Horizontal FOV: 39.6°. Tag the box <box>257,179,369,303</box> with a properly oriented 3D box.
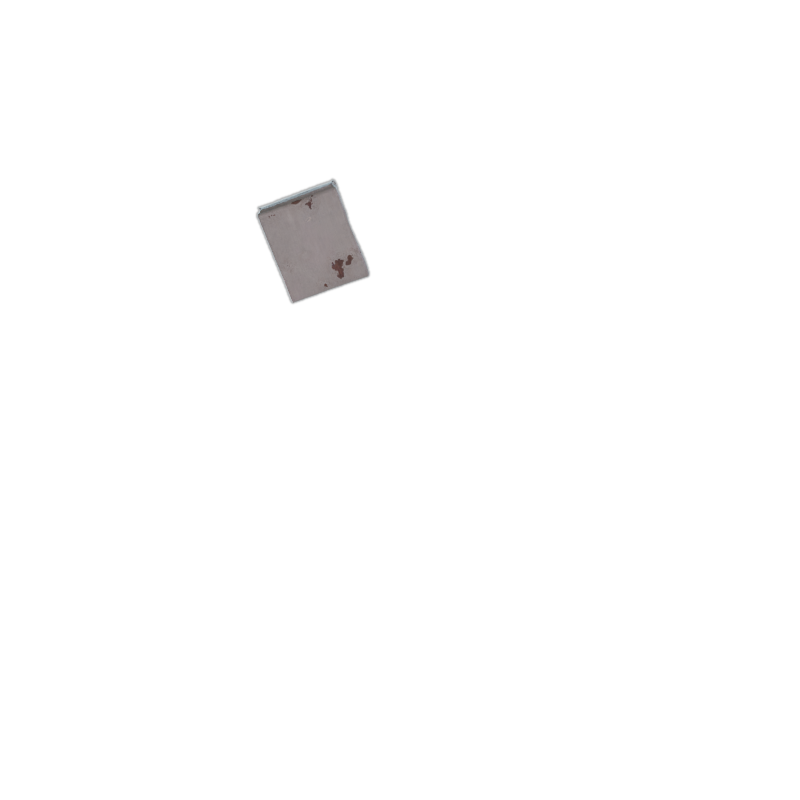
[{"bbox_3d":[-0.076,-0.139,0.971,0.073,0.086,0.031,-20,16,5],"label":"box"}]
